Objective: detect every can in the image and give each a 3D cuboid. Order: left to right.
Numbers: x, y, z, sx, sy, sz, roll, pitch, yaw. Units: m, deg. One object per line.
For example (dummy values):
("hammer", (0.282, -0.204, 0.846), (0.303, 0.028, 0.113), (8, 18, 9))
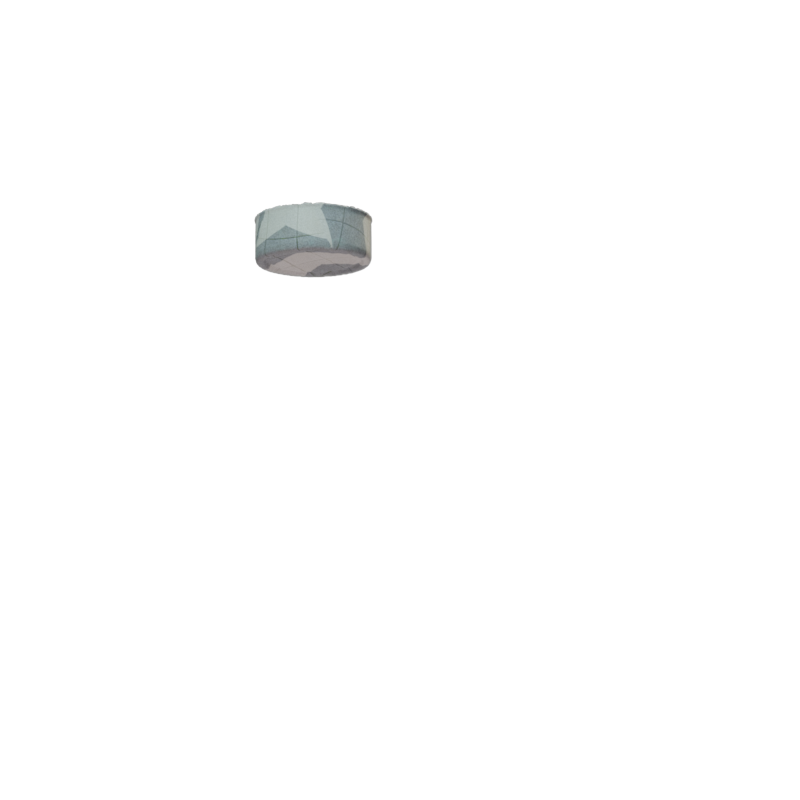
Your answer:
("can", (-0.063, -0.115, 0.804), (0.086, 0.035, 0.084), (0, -9, -2))
